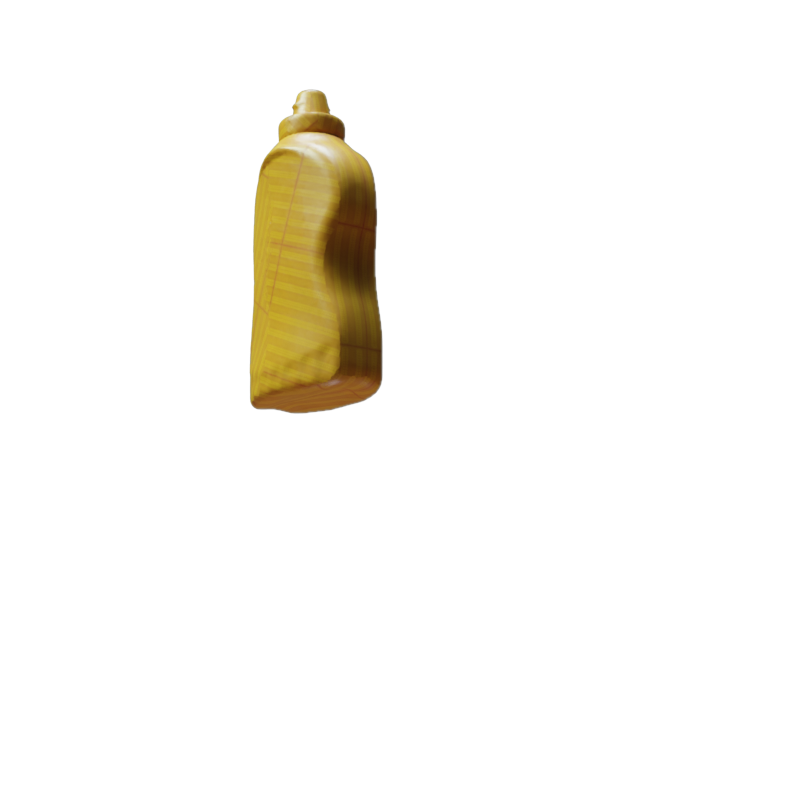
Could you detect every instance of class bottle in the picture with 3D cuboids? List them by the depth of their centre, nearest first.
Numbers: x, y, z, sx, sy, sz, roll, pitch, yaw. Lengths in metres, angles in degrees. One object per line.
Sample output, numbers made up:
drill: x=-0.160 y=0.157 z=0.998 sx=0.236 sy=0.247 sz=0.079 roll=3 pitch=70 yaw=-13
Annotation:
bottle: x=-0.052 y=-0.094 z=0.656 sx=0.056 sy=0.200 sz=0.096 roll=10 pitch=-20 yaw=-33
